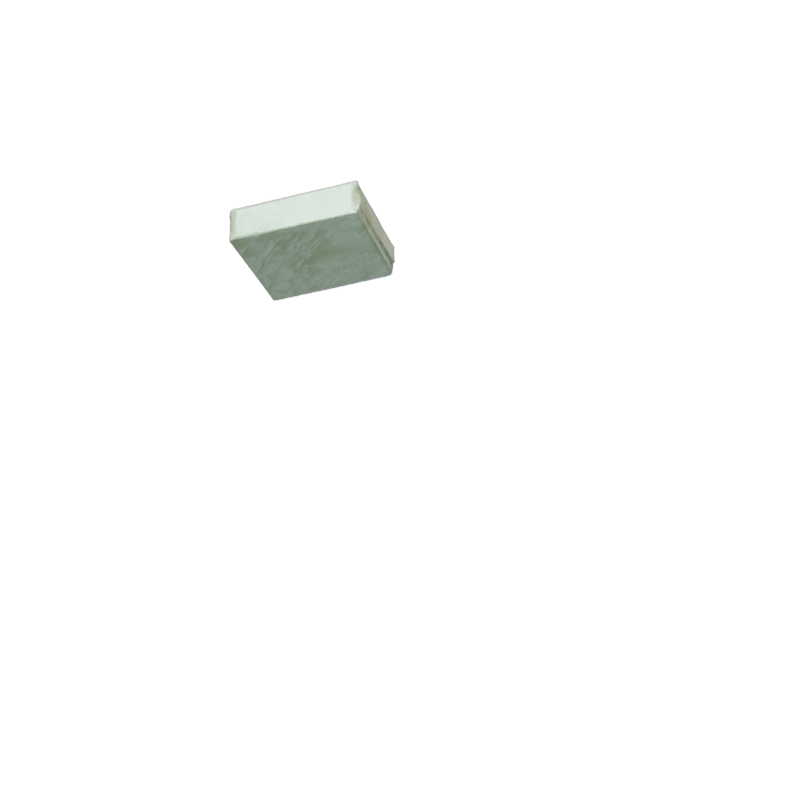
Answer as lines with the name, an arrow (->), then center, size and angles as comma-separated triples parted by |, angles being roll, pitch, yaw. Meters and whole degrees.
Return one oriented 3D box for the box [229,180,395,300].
box -> -0.056, -0.103, 0.721 | 0.090, 0.032, 0.067 | -11, -33, 17
